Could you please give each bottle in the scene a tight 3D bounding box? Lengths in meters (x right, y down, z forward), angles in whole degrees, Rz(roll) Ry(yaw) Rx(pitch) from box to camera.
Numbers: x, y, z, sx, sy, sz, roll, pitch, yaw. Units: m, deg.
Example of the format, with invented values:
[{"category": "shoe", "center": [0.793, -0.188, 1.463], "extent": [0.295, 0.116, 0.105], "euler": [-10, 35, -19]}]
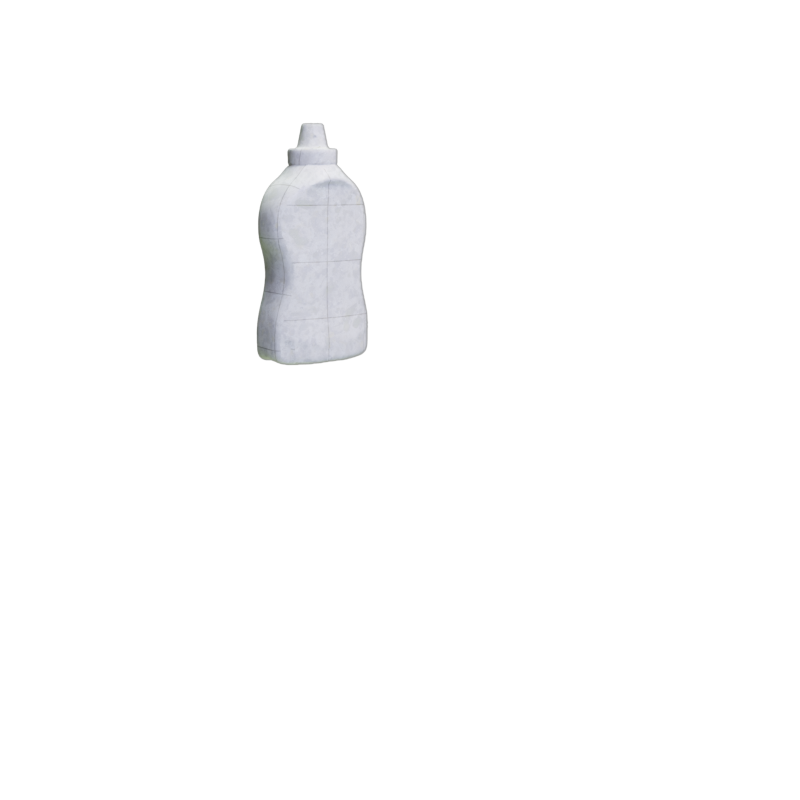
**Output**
[{"category": "bottle", "center": [-0.071, -0.129, 0.902], "extent": [0.093, 0.189, 0.061], "euler": [-4, 7, -38]}]
